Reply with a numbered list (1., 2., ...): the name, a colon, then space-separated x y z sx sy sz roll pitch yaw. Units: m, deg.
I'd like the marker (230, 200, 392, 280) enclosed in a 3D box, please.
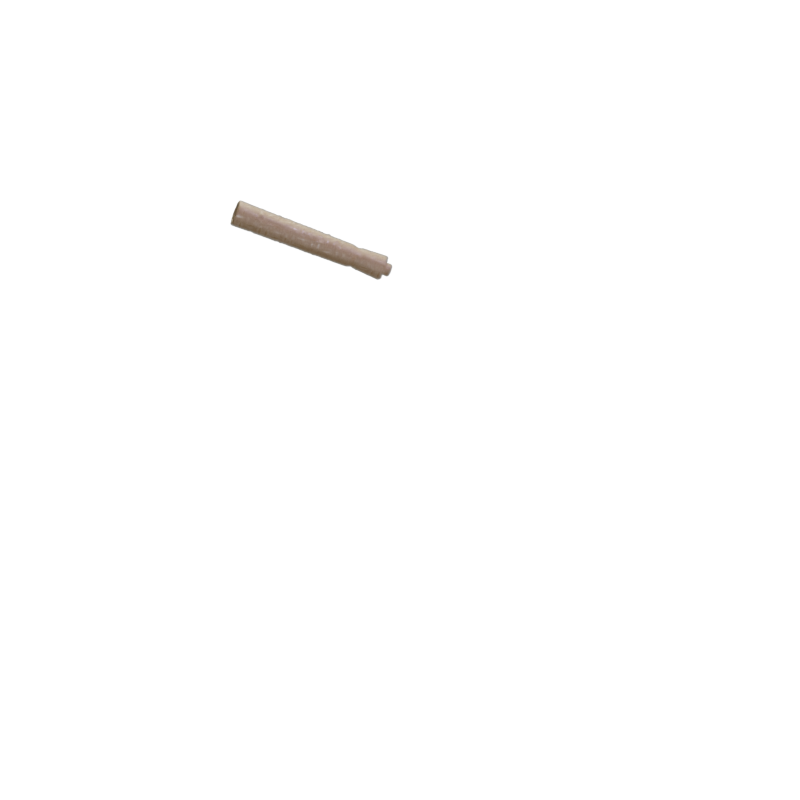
1. marker: -0.062 -0.114 0.797 0.118 0.020 0.020 19 0 -10
